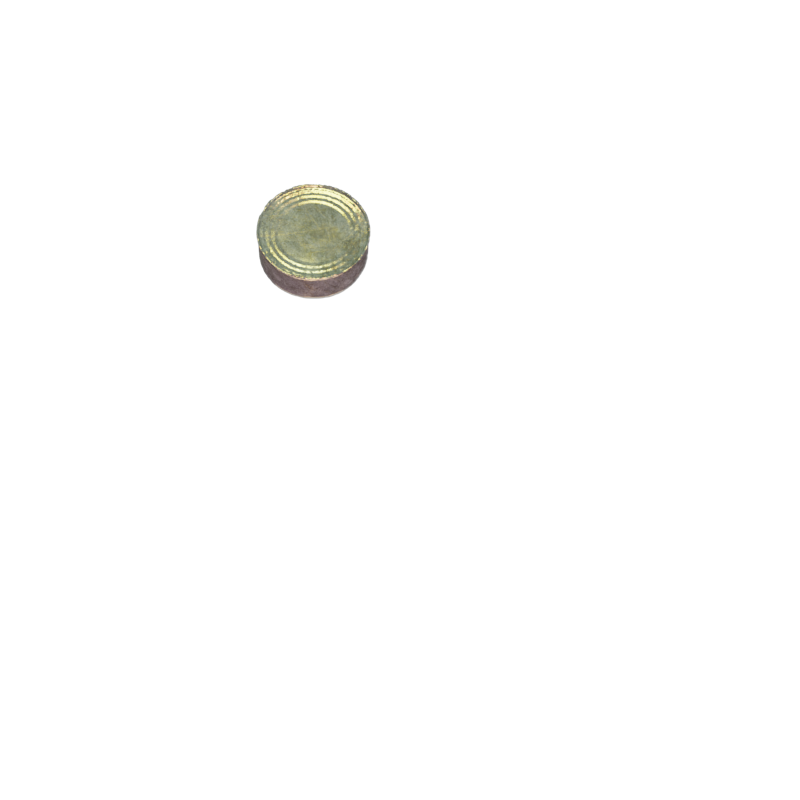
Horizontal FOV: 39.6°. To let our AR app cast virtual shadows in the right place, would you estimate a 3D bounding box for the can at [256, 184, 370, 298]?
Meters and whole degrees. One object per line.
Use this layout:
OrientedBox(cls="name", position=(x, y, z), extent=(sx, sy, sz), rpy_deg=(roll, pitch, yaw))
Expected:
OrientedBox(cls="can", position=(-0.066, -0.121, 0.845), extent=(0.086, 0.091, 0.031), rpy_deg=(-1, -30, -1))
